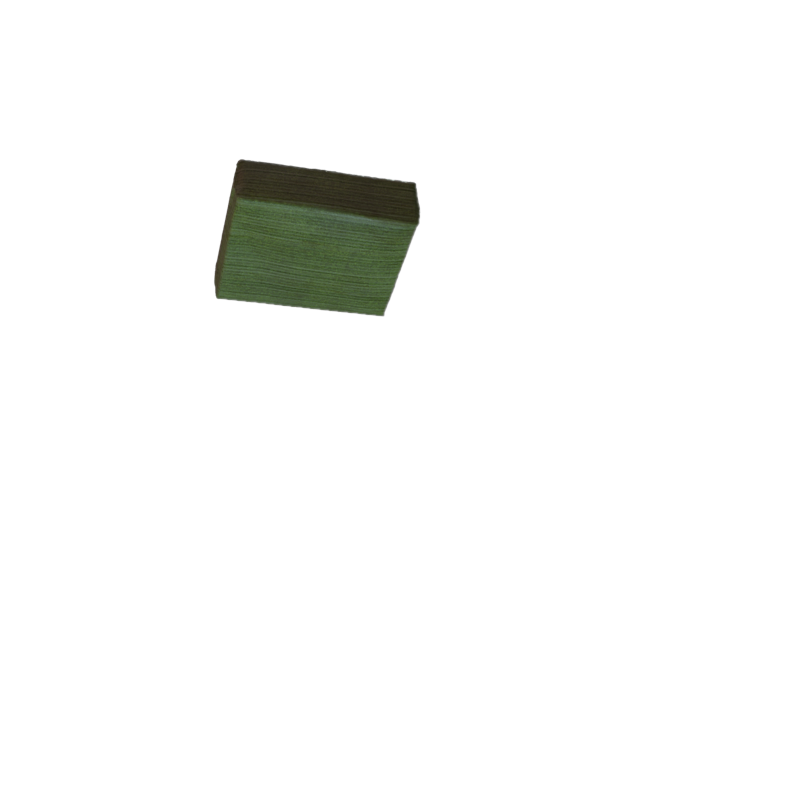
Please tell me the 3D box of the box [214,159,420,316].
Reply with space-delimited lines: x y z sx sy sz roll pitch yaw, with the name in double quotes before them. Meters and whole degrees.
"box" -0.053 -0.097 0.682 0.112 0.042 0.085 8 -41 -10
